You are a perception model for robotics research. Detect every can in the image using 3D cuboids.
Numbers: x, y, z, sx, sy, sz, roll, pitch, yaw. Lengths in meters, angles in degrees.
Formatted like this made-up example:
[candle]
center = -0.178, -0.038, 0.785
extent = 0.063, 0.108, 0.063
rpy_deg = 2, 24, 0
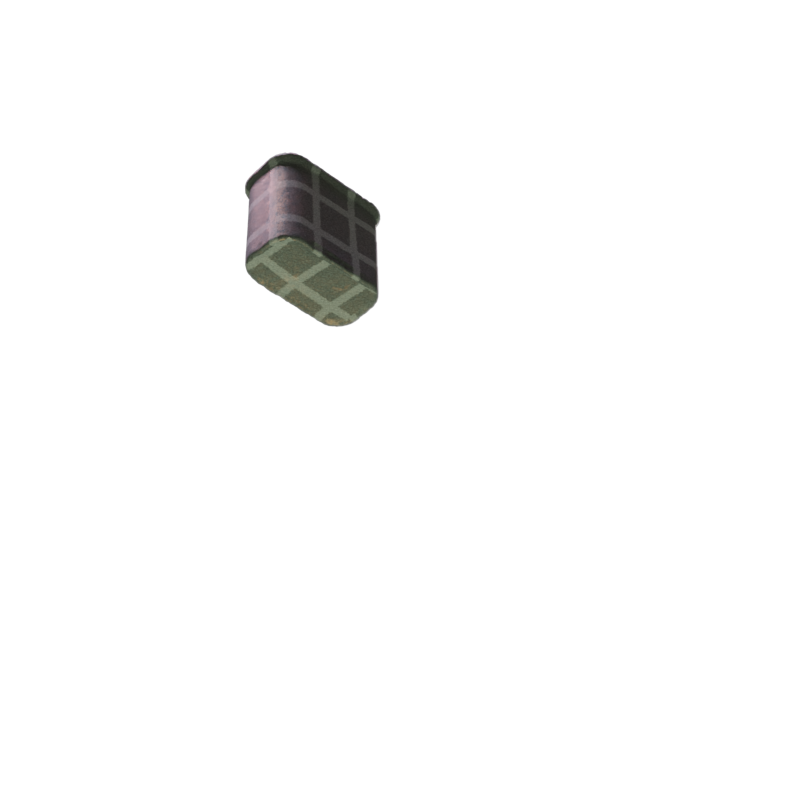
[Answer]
[can]
center = -0.061, -0.111, 0.780
extent = 0.096, 0.090, 0.057
rpy_deg = 31, -52, -31
